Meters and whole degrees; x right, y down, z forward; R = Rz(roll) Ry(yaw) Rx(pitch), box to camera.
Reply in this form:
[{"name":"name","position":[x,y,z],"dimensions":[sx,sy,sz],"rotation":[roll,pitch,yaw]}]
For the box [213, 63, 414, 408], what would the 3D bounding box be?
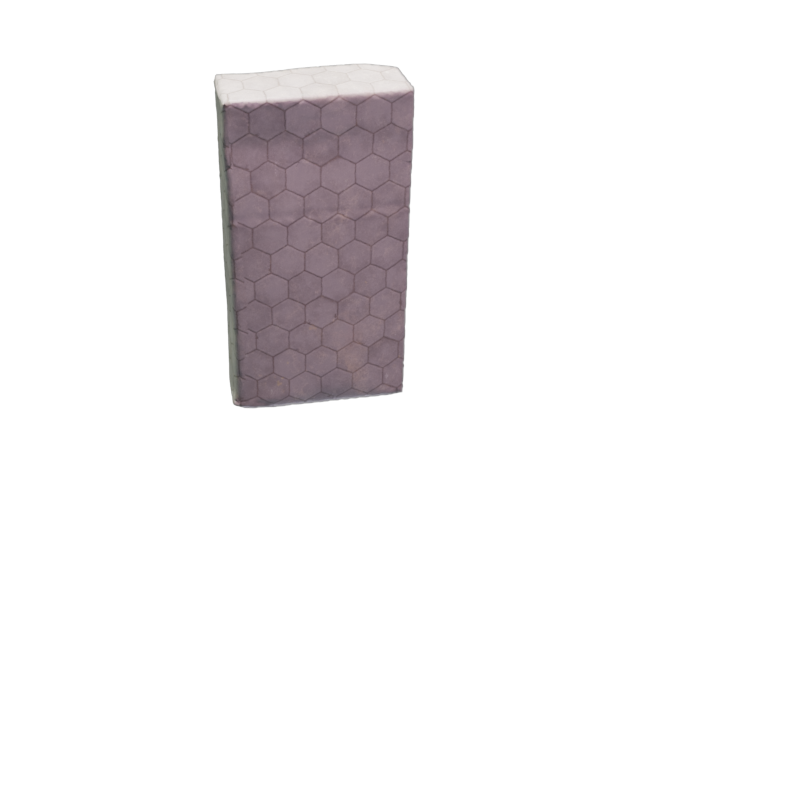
[{"name":"box","position":[-0.044,-0.081,0.565],"dimensions":[0.092,0.166,0.051],"rotation":[-4,29,-11]}]
